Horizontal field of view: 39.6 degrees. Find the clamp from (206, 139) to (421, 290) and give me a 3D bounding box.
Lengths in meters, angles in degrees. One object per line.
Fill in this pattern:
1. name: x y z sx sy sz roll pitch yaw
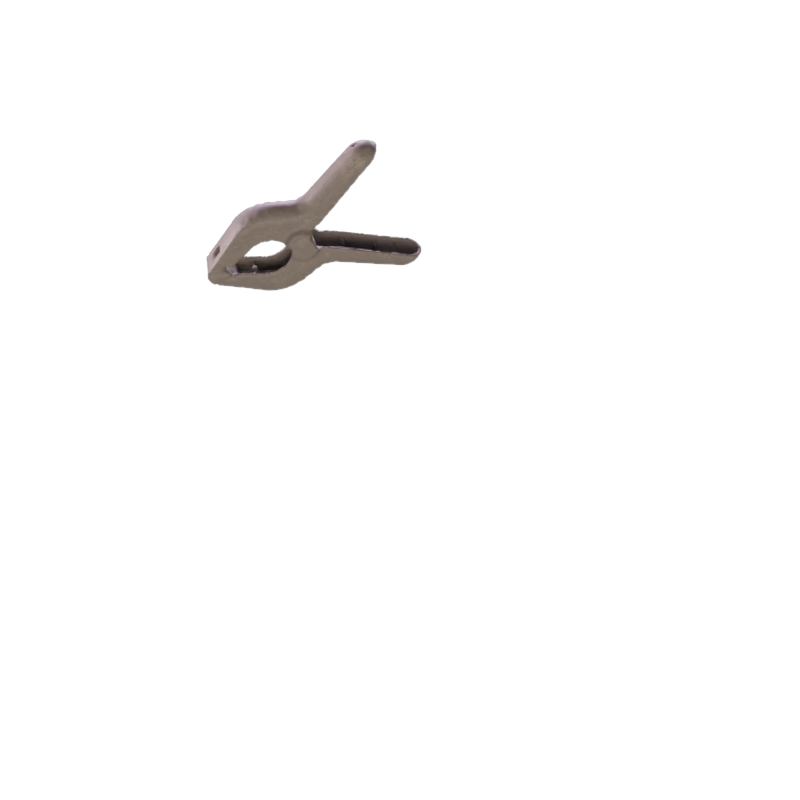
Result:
1. clamp: -0.070 -0.127 0.889 0.172 0.112 0.042 -25 31 16
